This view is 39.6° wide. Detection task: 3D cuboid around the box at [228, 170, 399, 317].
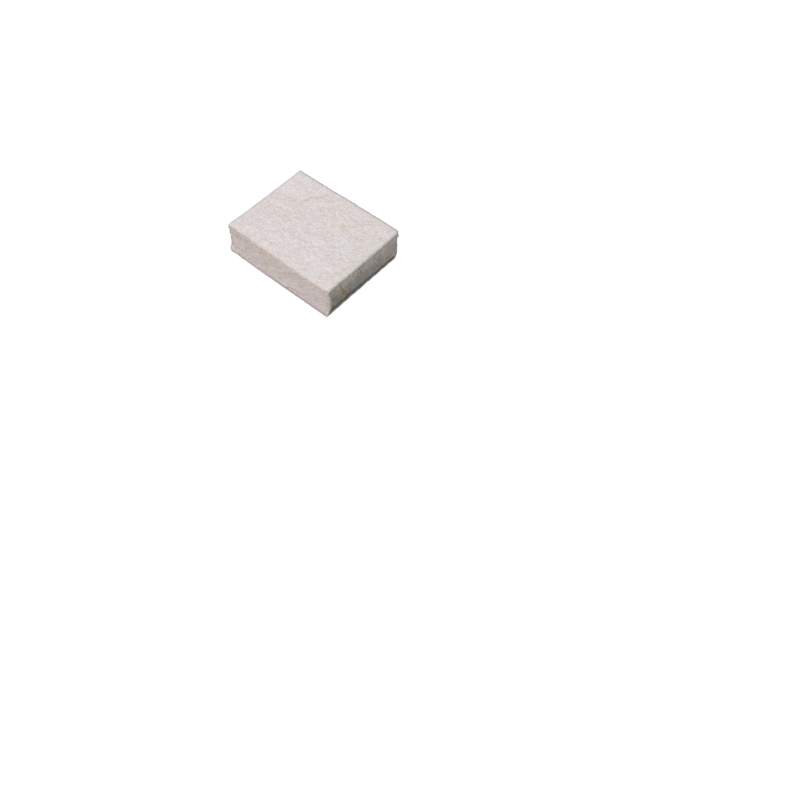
[{"bbox_3d":[-0.072,-0.132,0.922,0.120,0.036,0.091,33,56,25],"label":"box"}]
